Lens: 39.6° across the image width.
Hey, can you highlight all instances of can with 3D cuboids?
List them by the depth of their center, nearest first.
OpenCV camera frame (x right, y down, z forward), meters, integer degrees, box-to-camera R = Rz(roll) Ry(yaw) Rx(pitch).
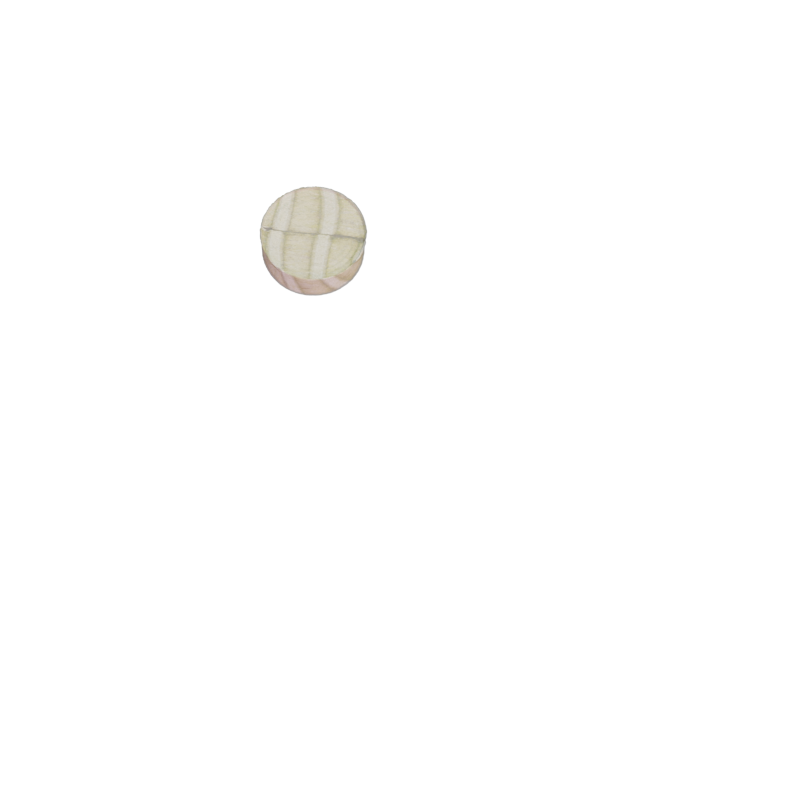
[{"bbox_3d":[-0.070,-0.129,0.900,0.086,0.091,0.032,-1,-26,-1],"label":"can"}]
